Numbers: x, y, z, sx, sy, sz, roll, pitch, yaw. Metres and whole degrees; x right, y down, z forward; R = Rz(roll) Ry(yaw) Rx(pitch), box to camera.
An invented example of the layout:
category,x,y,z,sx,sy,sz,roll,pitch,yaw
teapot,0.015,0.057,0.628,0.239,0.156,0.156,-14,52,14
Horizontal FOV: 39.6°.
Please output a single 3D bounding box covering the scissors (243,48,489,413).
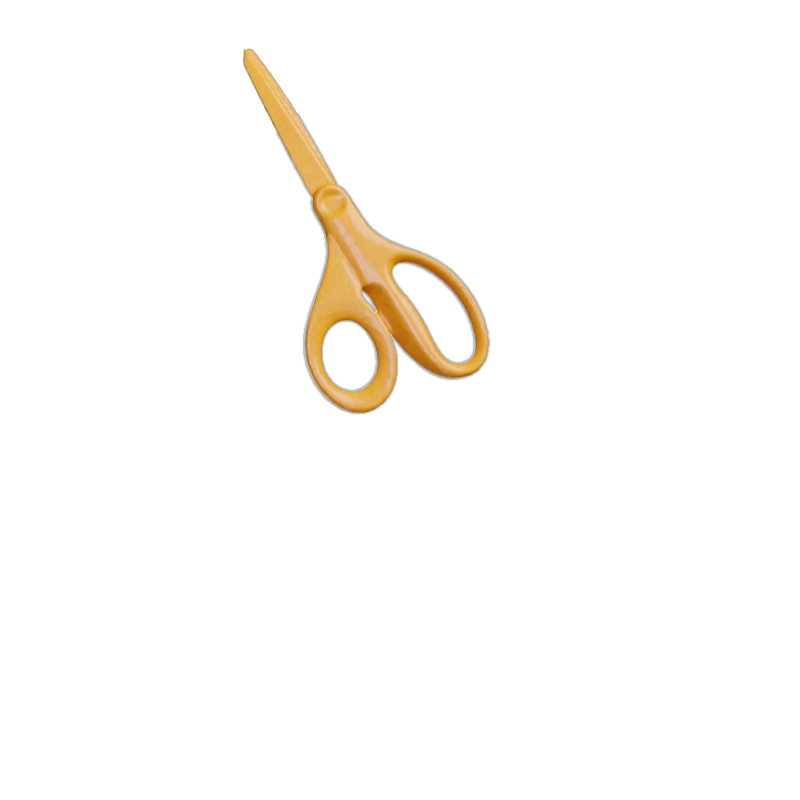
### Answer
category,x,y,z,sx,sy,sz,roll,pitch,yaw
scissors,-0.043,-0.078,0.549,0.097,0.208,0.015,-42,-12,-11
